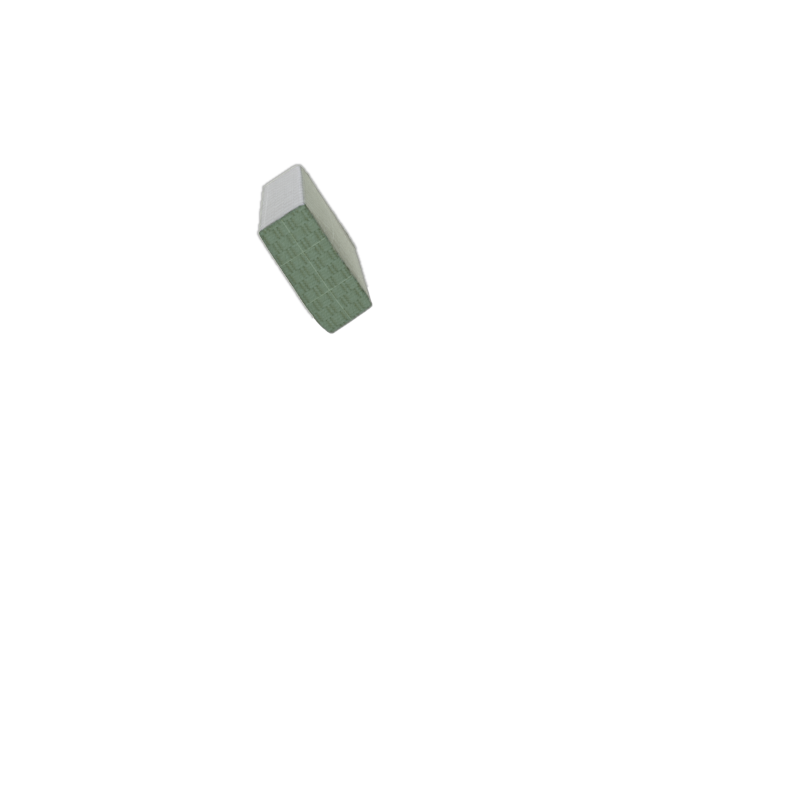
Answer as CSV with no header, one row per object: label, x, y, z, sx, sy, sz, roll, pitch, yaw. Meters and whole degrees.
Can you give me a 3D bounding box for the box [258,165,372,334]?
box,-0.067,-0.123,0.860,0.048,0.089,0.184,-32,20,8
